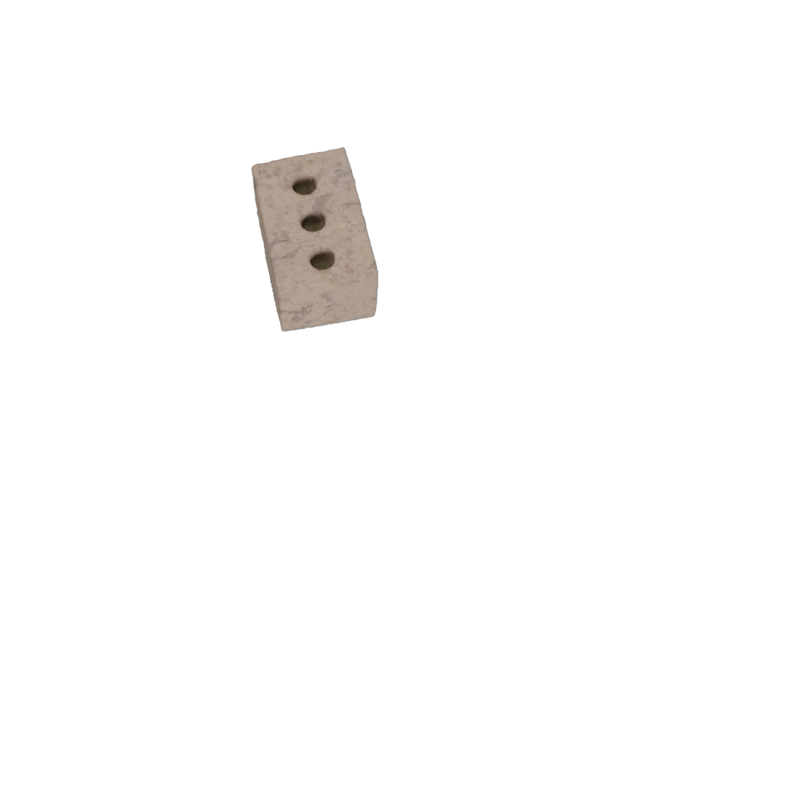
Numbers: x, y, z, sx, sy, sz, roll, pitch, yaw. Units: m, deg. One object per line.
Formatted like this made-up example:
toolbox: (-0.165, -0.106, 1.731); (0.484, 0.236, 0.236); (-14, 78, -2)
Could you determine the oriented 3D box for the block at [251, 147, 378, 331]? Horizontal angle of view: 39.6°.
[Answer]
block: (-0.046, -0.084, 0.586); (0.052, 0.083, 0.049); (-12, -23, -7)
